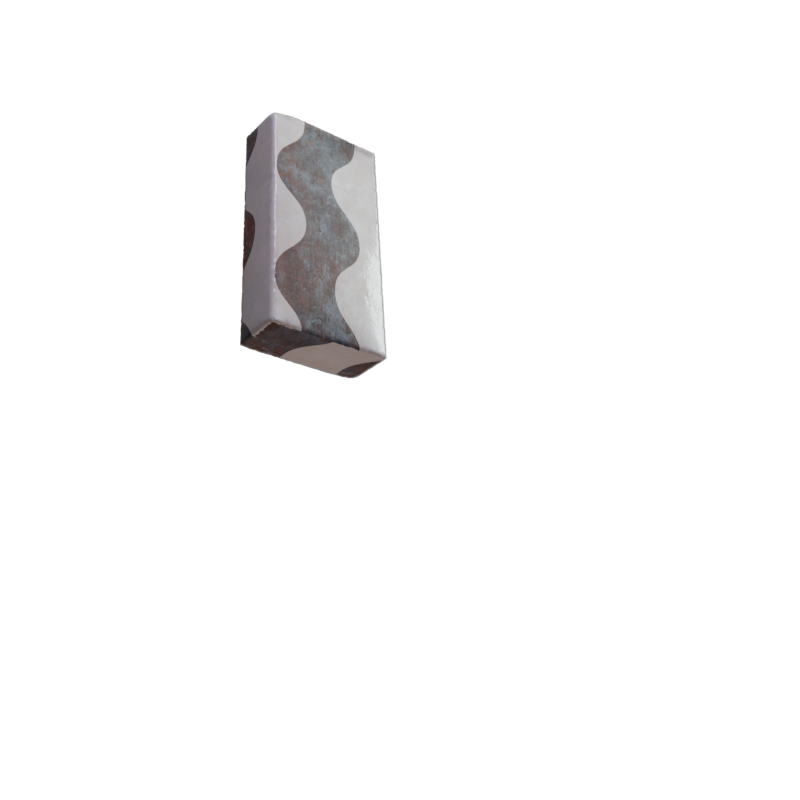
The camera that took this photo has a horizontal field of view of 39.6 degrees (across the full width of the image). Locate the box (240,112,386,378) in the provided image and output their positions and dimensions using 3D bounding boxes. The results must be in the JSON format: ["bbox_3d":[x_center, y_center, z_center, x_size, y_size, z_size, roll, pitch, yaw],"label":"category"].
[{"bbox_3d":[-0.060,-0.109,0.764,0.089,0.188,0.047,18,-36,-31],"label":"box"}]
